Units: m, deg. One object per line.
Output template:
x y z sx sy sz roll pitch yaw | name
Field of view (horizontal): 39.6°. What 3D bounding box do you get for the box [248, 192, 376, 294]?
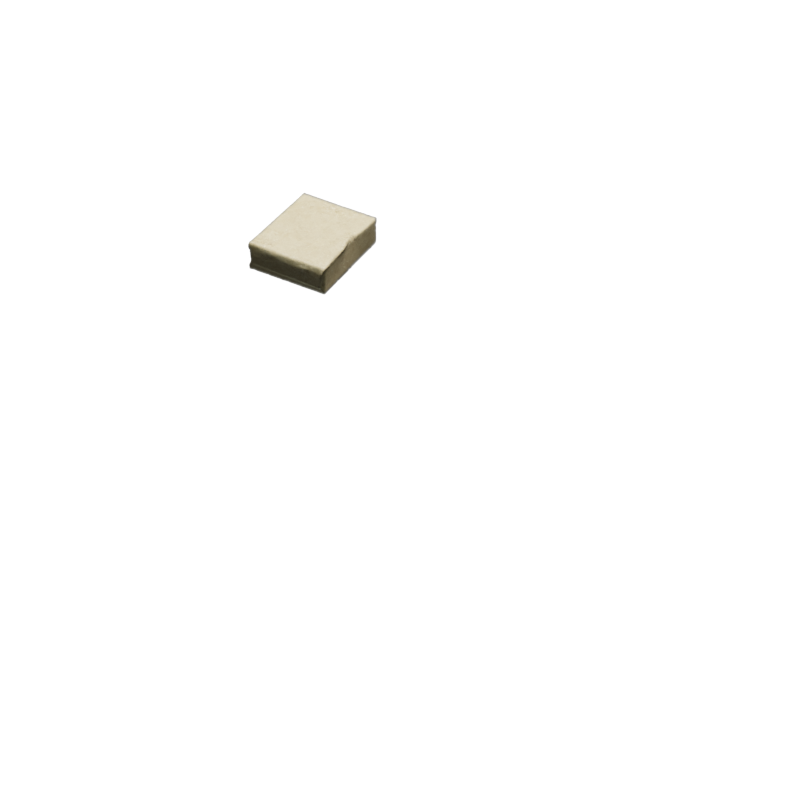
-0.072 -0.131 0.920 0.076 0.028 0.091 20 44 22 | box
